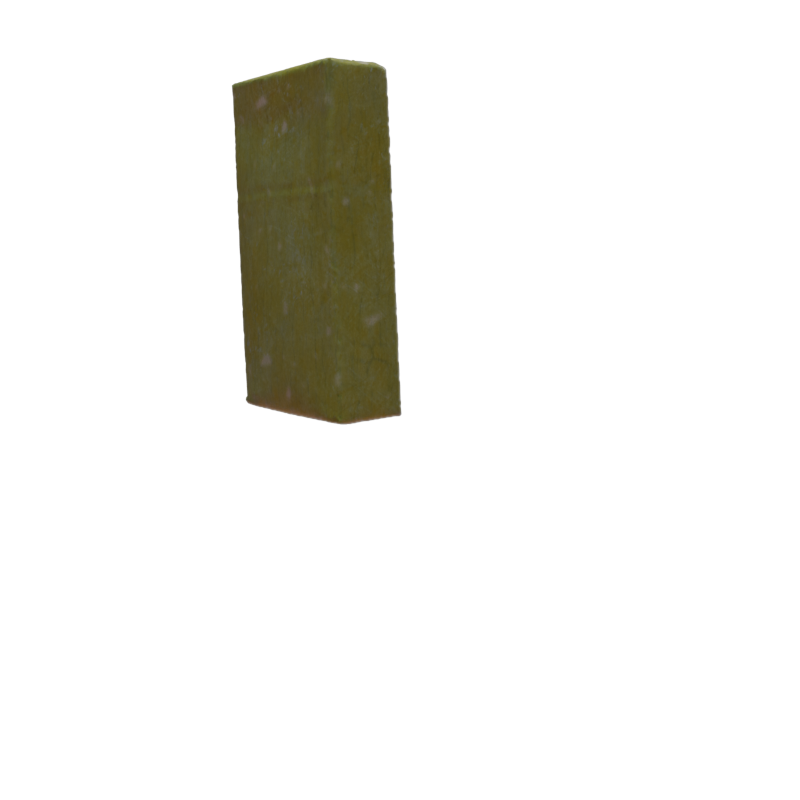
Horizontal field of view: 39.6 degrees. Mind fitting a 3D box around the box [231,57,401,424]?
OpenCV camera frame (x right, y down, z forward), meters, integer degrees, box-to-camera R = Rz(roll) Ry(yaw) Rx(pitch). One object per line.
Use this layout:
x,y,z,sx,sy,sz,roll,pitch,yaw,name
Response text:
-0.045,-0.082,0.574,0.046,0.176,0.097,0,1,-37,box
